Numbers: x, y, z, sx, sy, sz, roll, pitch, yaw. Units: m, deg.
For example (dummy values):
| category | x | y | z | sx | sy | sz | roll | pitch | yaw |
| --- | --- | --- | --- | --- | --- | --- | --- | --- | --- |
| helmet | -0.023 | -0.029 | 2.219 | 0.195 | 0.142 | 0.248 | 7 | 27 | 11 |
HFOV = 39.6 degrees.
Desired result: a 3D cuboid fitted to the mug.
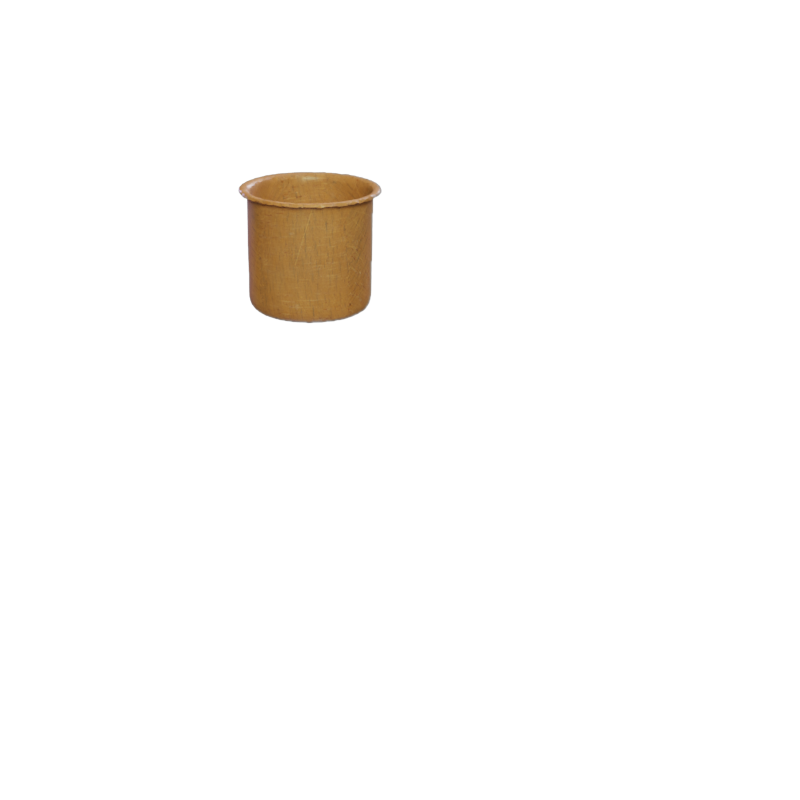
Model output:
| category | x | y | z | sx | sy | sz | roll | pitch | yaw |
| --- | --- | --- | --- | --- | --- | --- | --- | --- | --- |
| mug | -0.058 | -0.106 | 0.744 | 0.094 | 0.078 | 0.121 | 3 | 22 | 7 |
